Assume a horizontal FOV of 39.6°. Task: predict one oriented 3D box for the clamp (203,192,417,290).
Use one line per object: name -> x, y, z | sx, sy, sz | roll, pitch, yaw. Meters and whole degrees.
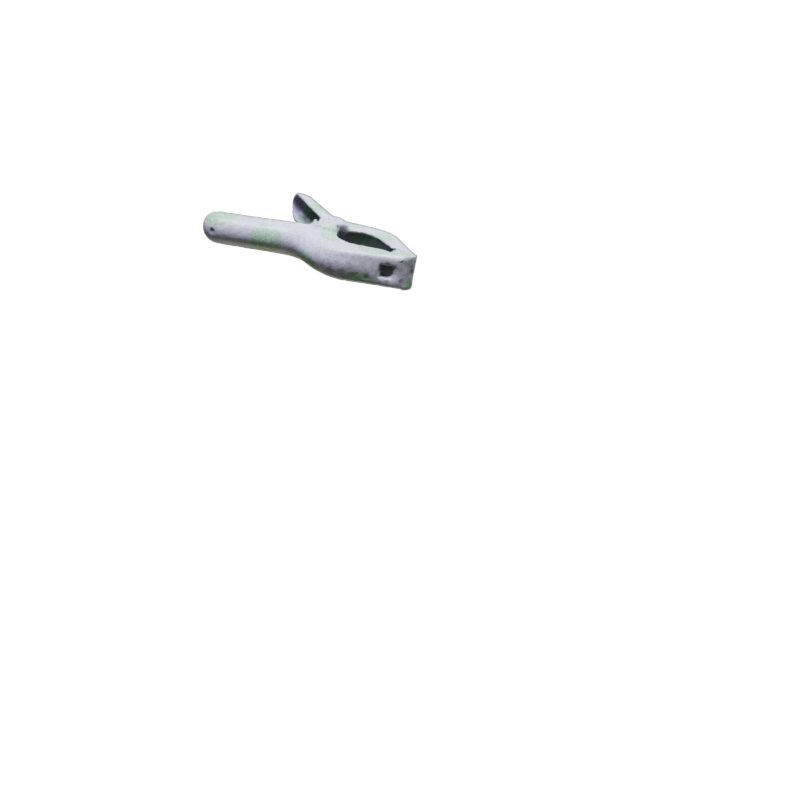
clamp -> -0.067, -0.123, 0.862 | 0.119, 0.037, 0.183 | -22, 35, -37
